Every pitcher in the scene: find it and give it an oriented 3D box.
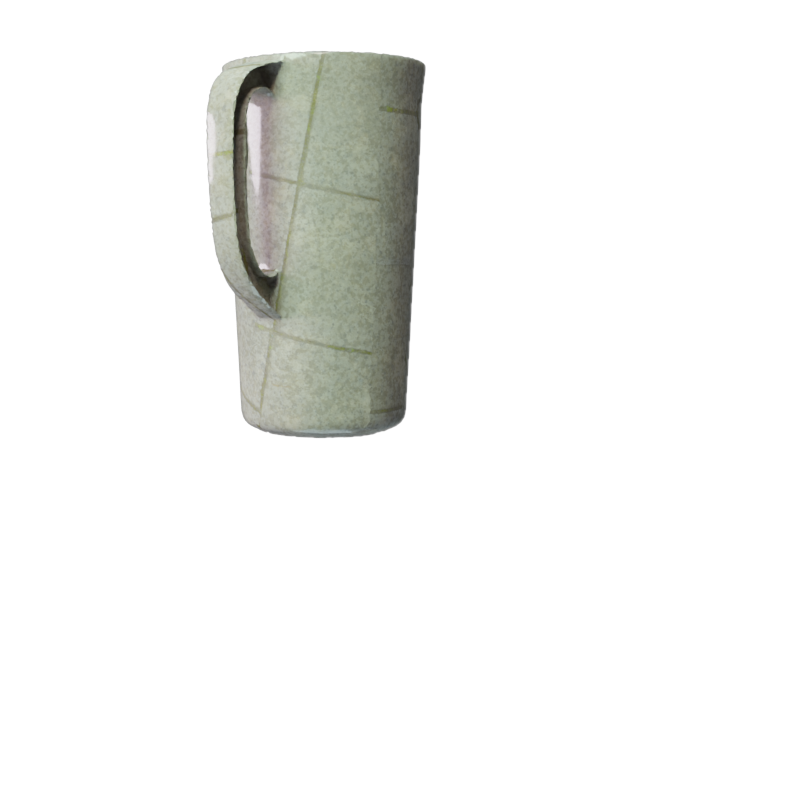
[{"bbox_3d":[-0.056,-0.103,0.719,0.147,0.243,0.148,0,2,-13],"label":"pitcher"}]
